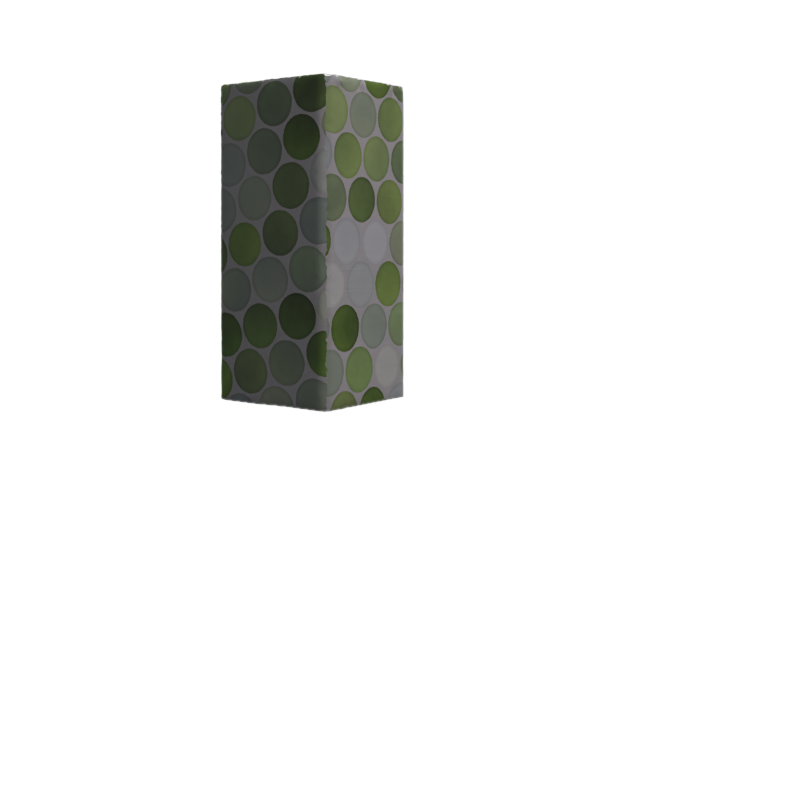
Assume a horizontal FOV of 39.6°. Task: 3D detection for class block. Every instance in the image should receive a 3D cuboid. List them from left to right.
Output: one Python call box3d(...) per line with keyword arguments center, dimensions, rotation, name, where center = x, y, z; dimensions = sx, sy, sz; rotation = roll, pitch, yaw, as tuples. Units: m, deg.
box3d(center=(-0.057, -0.104, 0.730), dimensions=(0.094, 0.206, 0.087), rotation=(1, 2, 36), name="block")
